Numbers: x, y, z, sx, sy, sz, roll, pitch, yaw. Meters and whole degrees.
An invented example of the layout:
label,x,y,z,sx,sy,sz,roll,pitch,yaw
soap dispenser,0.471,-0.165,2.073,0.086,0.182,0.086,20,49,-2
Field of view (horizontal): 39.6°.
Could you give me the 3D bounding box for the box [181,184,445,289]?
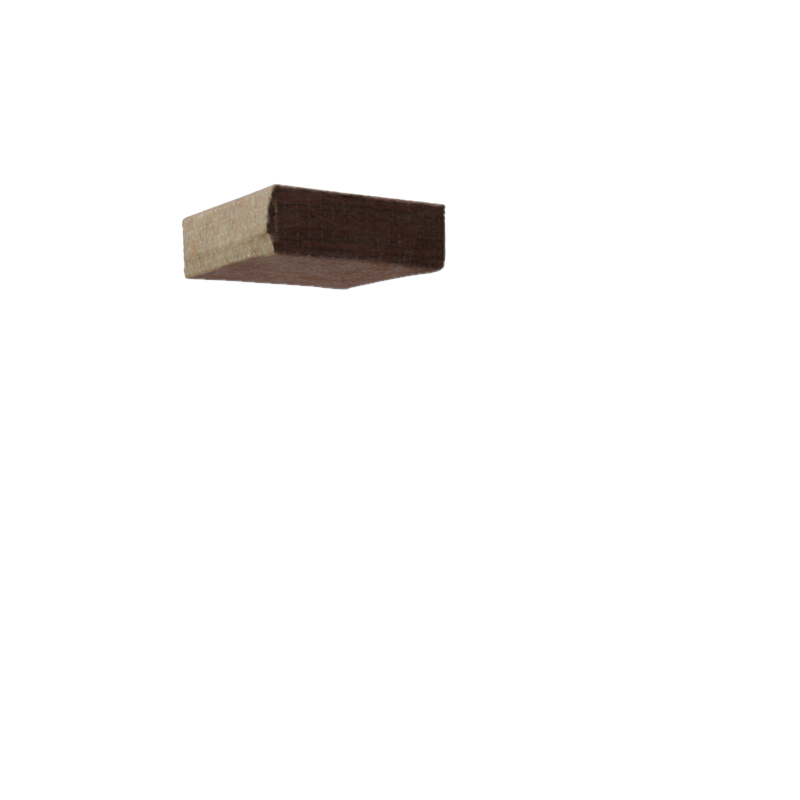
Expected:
label,x,y,z,sx,sy,sz,roll,pitch,yaw
box,-0.046,-0.084,0.586,0.109,0.040,0.092,2,-4,-37
